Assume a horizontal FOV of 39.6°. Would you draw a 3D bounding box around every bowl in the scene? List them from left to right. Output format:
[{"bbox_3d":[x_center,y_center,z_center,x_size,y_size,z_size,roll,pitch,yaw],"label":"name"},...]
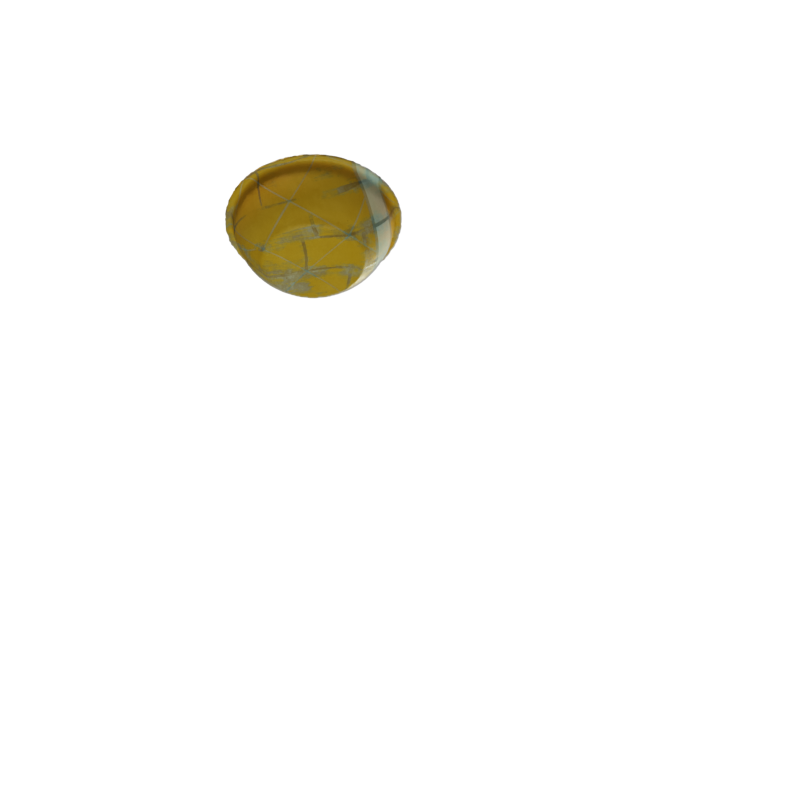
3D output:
[{"bbox_3d":[-0.078,-0.142,0.994,0.162,0.059,0.151,1,-42,-1],"label":"bowl"}]
